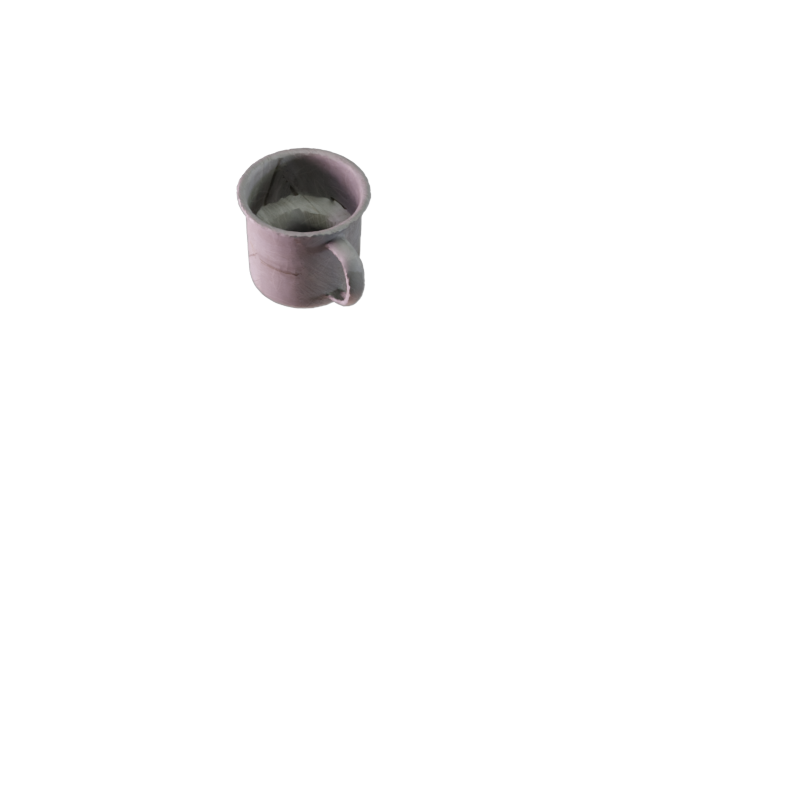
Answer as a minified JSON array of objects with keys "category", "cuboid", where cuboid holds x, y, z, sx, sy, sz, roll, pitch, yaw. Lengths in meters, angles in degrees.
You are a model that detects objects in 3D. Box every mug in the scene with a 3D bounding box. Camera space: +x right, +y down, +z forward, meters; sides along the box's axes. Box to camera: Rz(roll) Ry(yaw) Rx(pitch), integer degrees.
[{"category":"mug","cuboid":[-0.062,-0.112,0.786,0.093,0.076,0.126,-28,54,-24]}]
